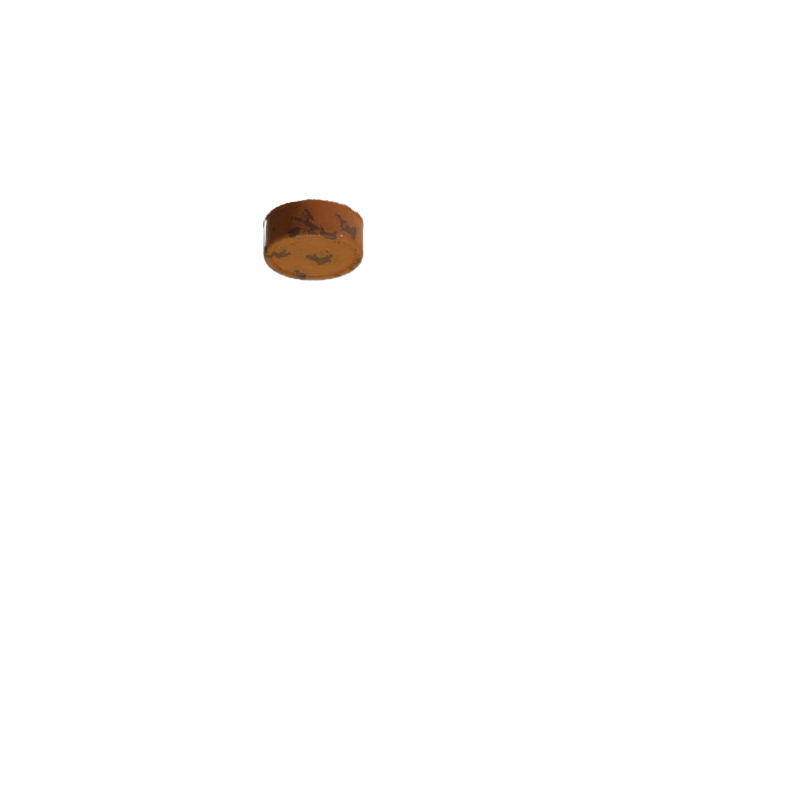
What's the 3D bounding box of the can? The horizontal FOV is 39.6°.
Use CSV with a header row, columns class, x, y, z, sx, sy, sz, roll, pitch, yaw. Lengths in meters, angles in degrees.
class,x,y,z,sx,sy,sz,roll,pitch,yaw
can,-0.073,-0.134,0.935,0.086,0.035,0.081,1,-23,-2
